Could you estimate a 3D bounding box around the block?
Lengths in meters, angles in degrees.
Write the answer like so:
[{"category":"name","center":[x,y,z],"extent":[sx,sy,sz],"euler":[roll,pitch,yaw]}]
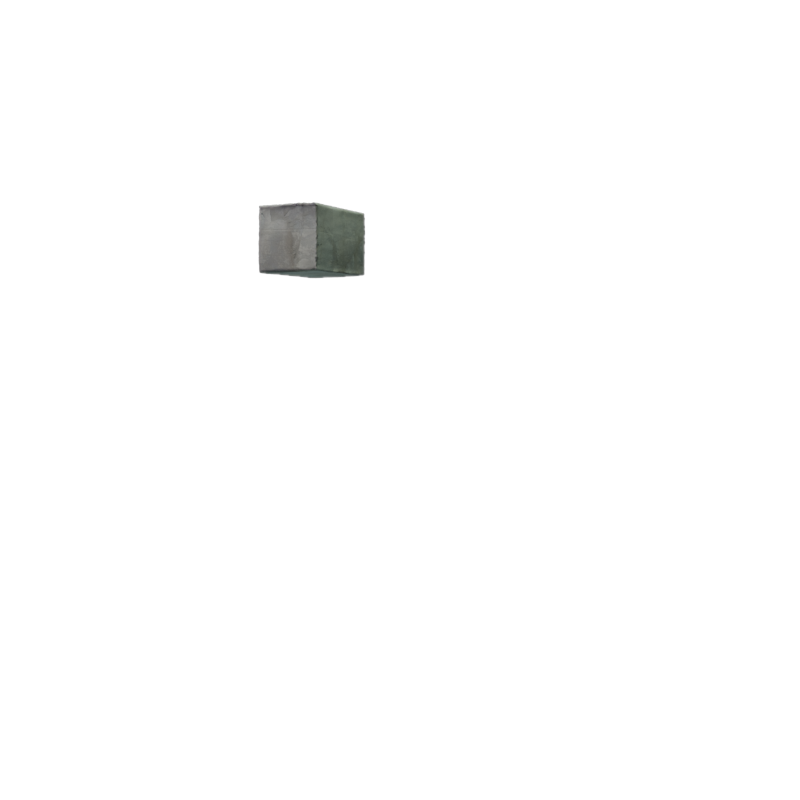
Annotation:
[{"category":"block","center":[-0.067,-0.121,0.851],"extent":[0.054,0.052,0.075],"euler":[-1,0,27]}]
